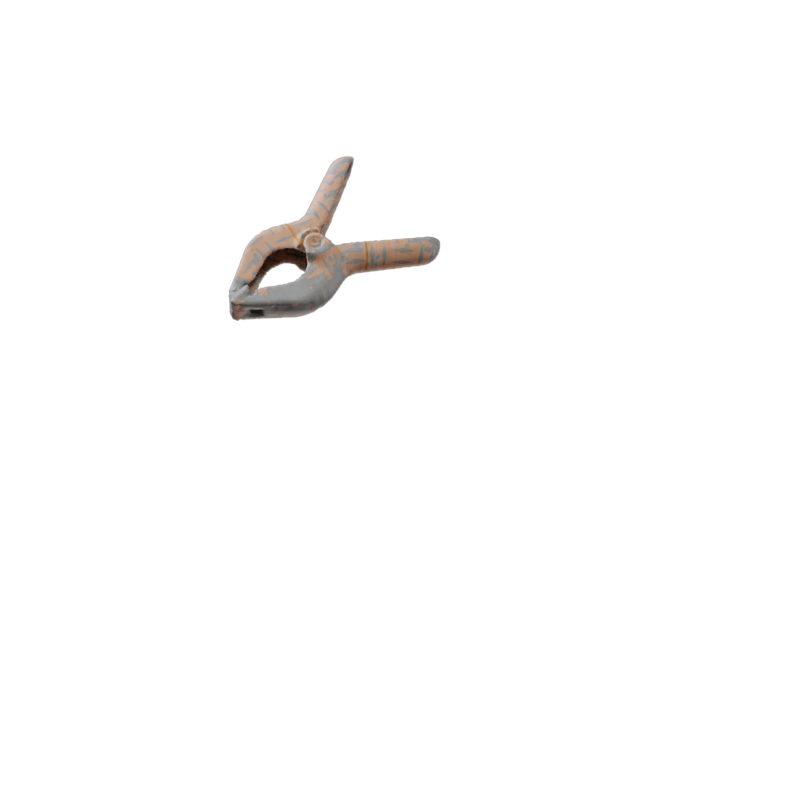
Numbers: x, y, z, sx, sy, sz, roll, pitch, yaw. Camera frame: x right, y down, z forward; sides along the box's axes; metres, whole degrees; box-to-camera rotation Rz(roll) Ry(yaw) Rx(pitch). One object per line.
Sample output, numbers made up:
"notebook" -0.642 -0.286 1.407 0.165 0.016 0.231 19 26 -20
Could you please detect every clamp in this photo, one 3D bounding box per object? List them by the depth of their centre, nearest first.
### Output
"clamp" -0.068 -0.125 0.874 0.171 0.129 0.037 -26 -33 -19
